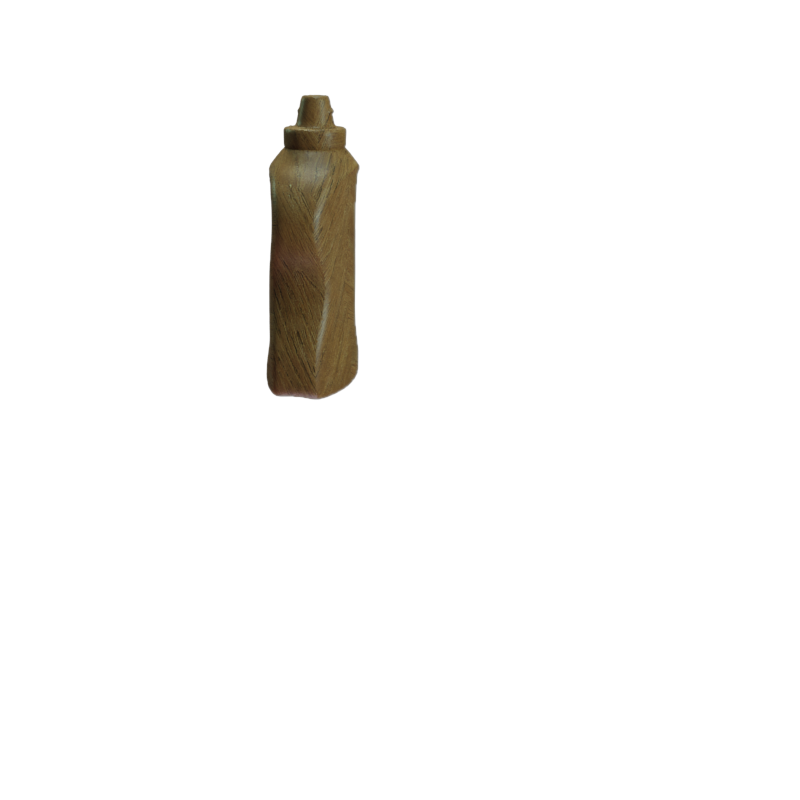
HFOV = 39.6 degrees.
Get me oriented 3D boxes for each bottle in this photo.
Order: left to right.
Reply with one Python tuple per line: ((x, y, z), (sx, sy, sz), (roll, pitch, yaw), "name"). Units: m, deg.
((-0.057, -0.104, 0.732), (0.060, 0.187, 0.097), (3, 12, 13), "bottle")
